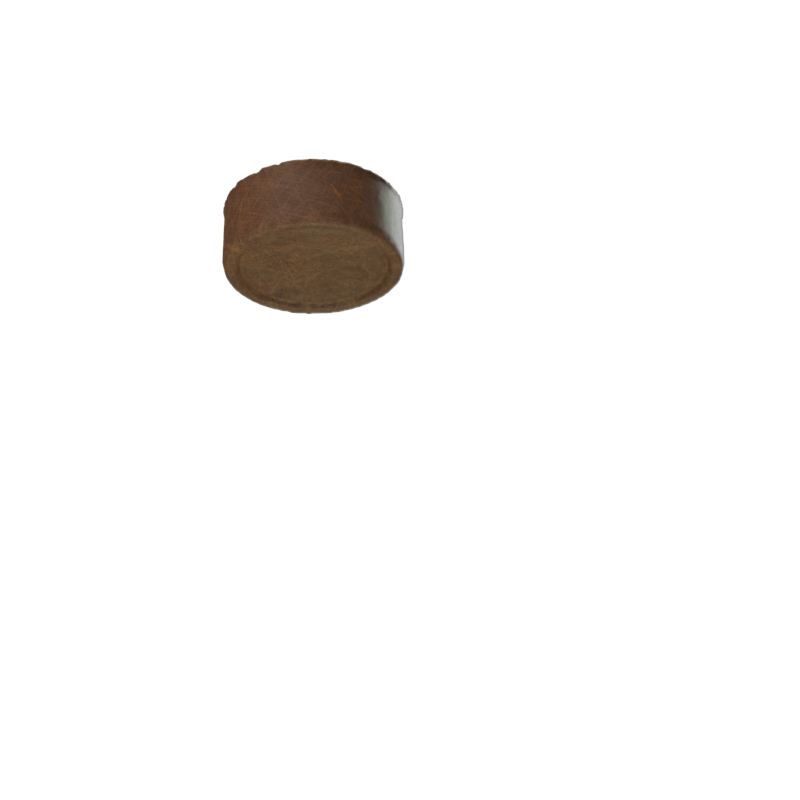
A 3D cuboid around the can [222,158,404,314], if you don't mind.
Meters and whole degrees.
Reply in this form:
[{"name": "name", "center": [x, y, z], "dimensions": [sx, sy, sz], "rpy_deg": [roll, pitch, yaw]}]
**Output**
[{"name": "can", "center": [-0.041, -0.074, 0.520], "dimensions": [0.086, 0.036, 0.081], "rpy_deg": [1, -27, -2]}]
